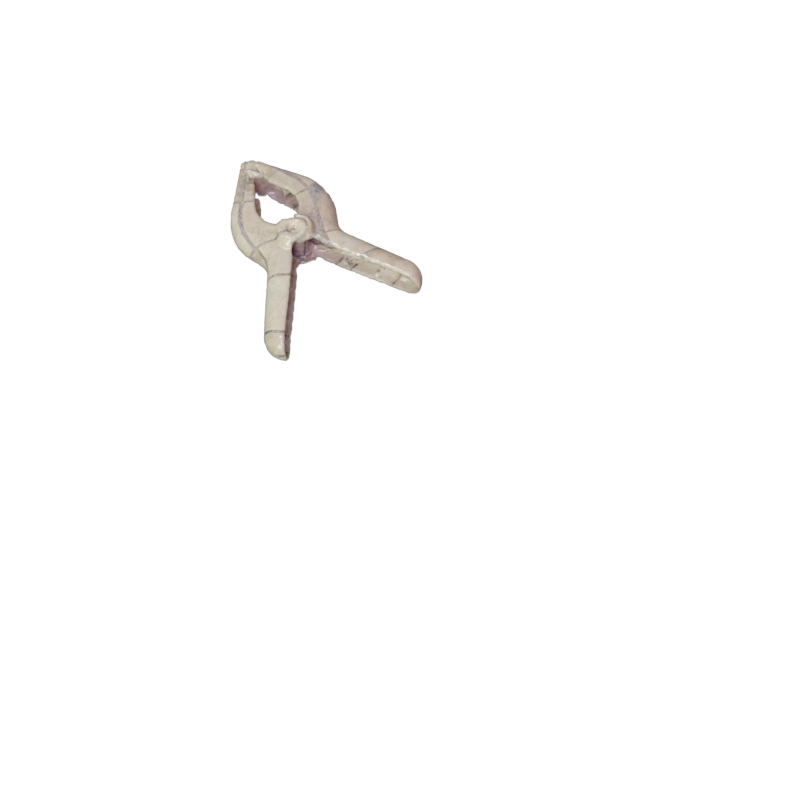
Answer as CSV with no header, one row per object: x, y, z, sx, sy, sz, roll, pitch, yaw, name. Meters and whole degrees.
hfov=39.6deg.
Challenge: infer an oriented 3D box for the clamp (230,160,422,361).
-0.063,-0.116,0.810,0.119,0.185,0.037,-17,-33,-12,clamp
